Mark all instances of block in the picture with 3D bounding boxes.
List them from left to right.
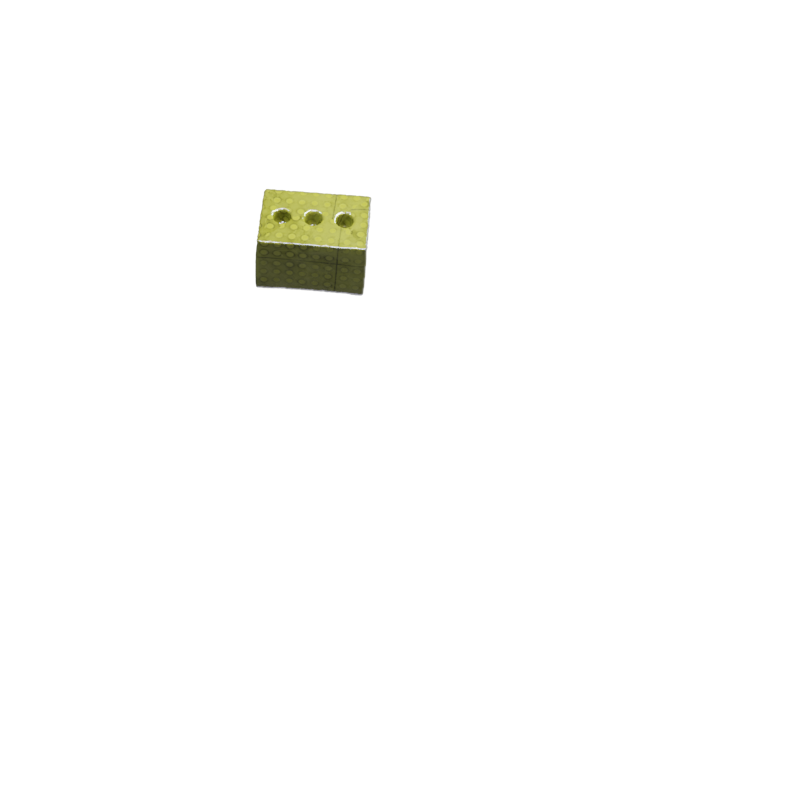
[{"bbox_3d":[-0.061,-0.112,0.785,0.078,0.056,0.048,4,-37,2],"label":"block"}]
